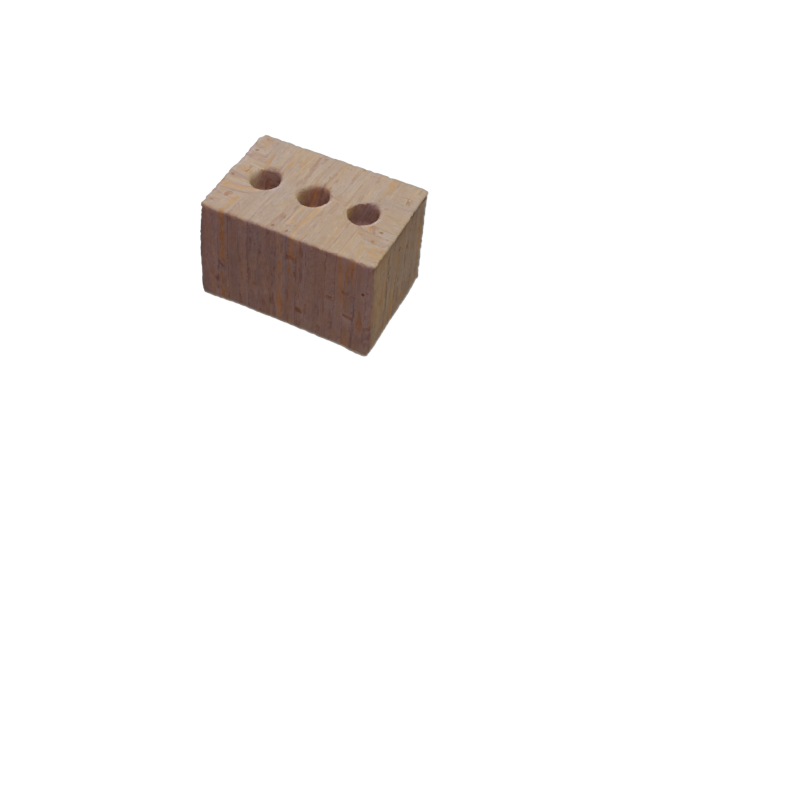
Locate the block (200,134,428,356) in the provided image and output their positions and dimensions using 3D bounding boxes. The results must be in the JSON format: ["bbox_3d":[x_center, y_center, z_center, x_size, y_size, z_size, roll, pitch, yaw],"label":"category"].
[{"bbox_3d":[-0.035,-0.064,0.450,0.081,0.048,0.054,21,50,17],"label":"block"}]
